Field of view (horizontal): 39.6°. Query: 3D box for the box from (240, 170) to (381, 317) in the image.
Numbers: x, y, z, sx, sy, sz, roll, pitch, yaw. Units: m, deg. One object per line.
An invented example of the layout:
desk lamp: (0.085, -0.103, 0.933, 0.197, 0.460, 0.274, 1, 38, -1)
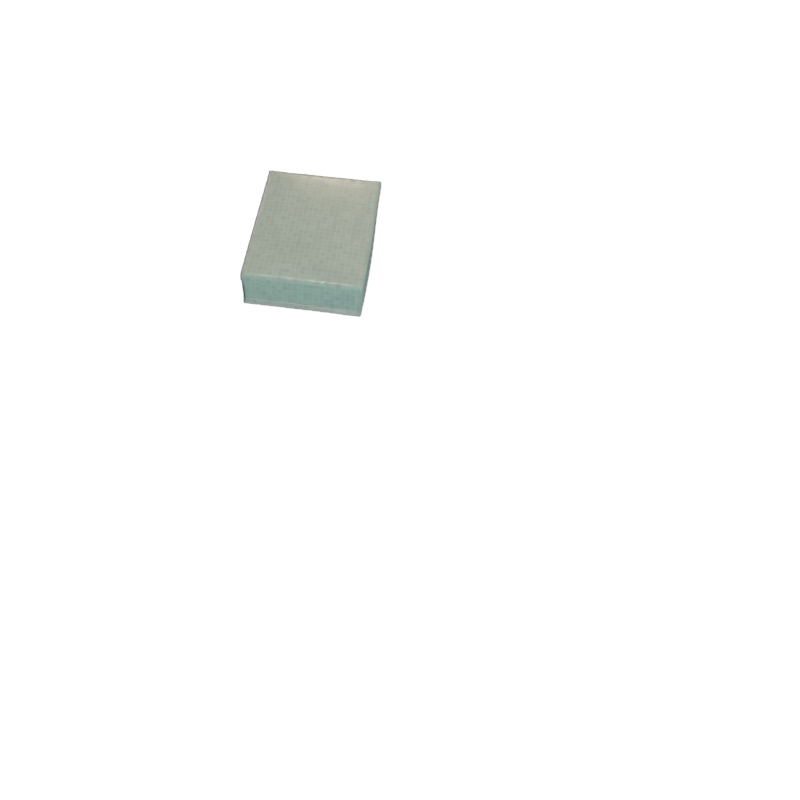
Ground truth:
box: (-0.065, -0.119, 0.836, 0.091, 0.121, 0.036, 6, -40, 4)
